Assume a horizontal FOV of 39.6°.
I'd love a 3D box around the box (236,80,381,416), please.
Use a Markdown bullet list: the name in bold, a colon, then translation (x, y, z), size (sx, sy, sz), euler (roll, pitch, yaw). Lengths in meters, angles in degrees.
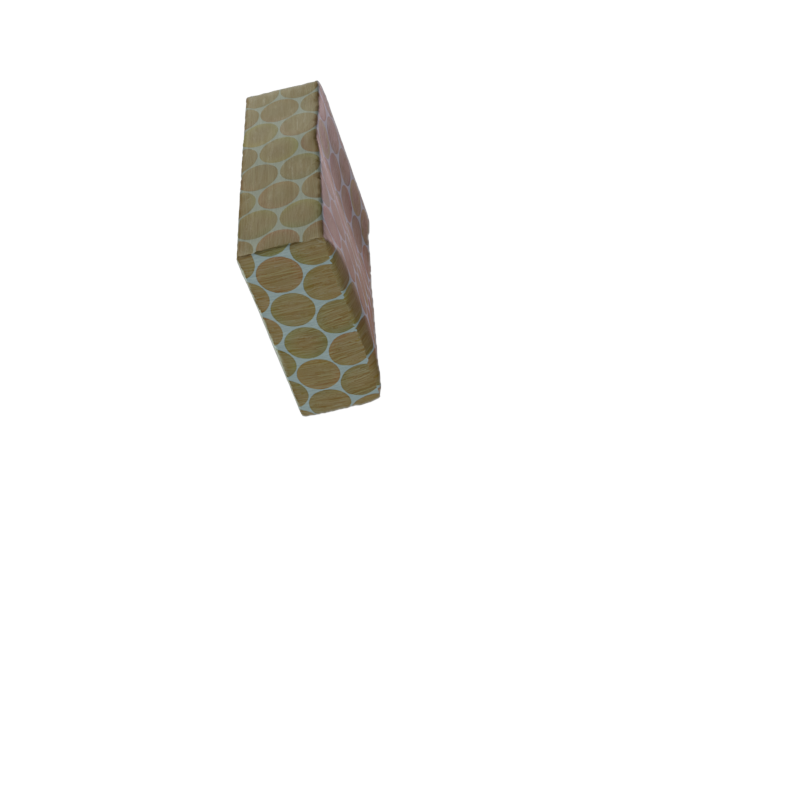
- **box**: translation (-0.068, -0.123, 0.862), size (0.072, 0.152, 0.229), euler (-13, 42, 8)
